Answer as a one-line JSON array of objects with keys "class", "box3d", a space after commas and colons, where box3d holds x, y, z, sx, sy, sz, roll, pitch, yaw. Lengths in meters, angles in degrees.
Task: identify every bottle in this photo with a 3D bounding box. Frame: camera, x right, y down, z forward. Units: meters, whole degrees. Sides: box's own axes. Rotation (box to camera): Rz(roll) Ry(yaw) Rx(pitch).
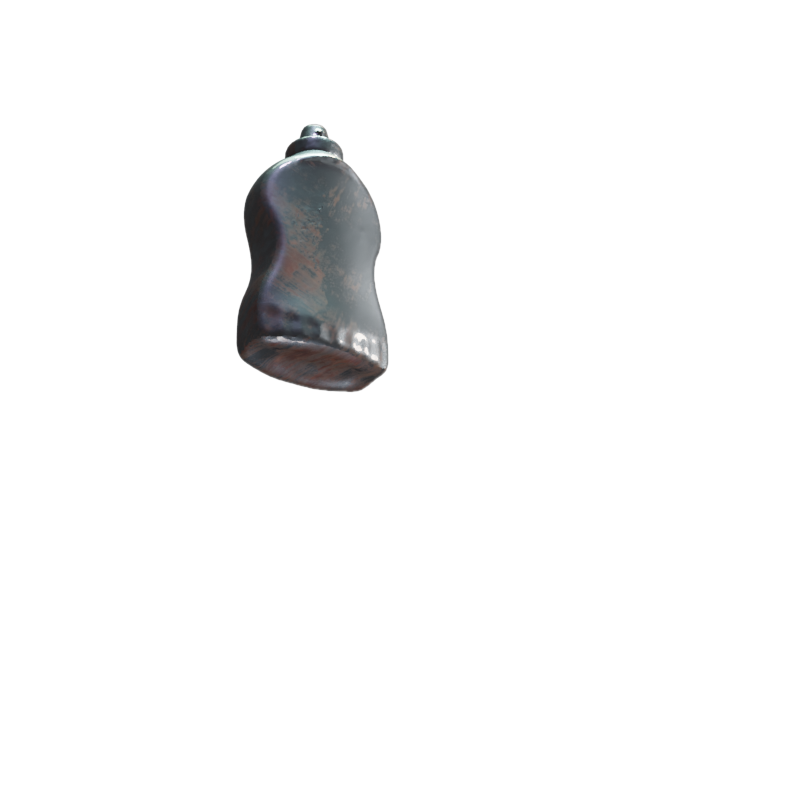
[{"class": "bottle", "box3d": [-0.057, -0.105, 0.736, 0.092, 0.205, 0.057, 15, -37, -25]}]
